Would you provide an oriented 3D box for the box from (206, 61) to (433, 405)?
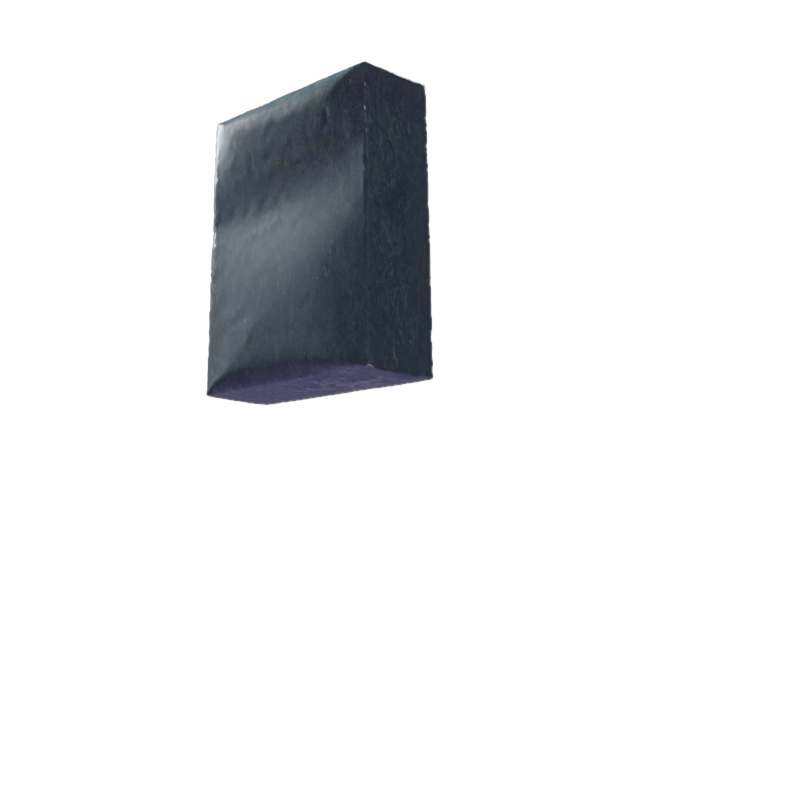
[{"bbox_3d":[-0.062,-0.113,0.789,0.168,0.222,0.068,-12,-19,41],"label":"box"}]
